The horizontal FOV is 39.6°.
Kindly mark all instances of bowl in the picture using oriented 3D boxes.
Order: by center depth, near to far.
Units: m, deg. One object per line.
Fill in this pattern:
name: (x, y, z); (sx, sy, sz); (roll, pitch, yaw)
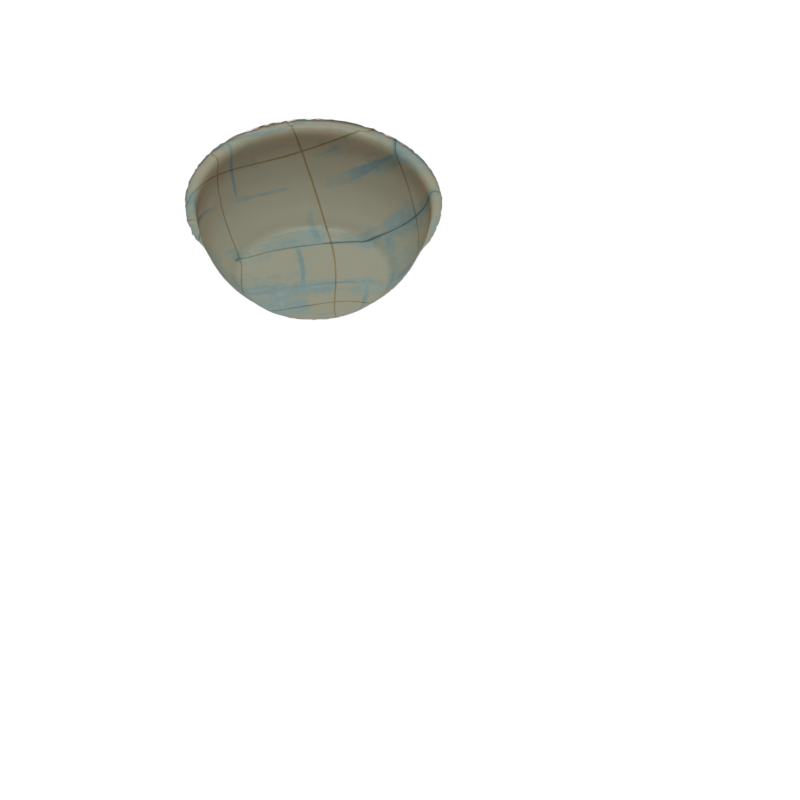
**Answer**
bowl: (-0.053, -0.097, 0.681); (0.162, 0.059, 0.151); (1, -35, -2)
